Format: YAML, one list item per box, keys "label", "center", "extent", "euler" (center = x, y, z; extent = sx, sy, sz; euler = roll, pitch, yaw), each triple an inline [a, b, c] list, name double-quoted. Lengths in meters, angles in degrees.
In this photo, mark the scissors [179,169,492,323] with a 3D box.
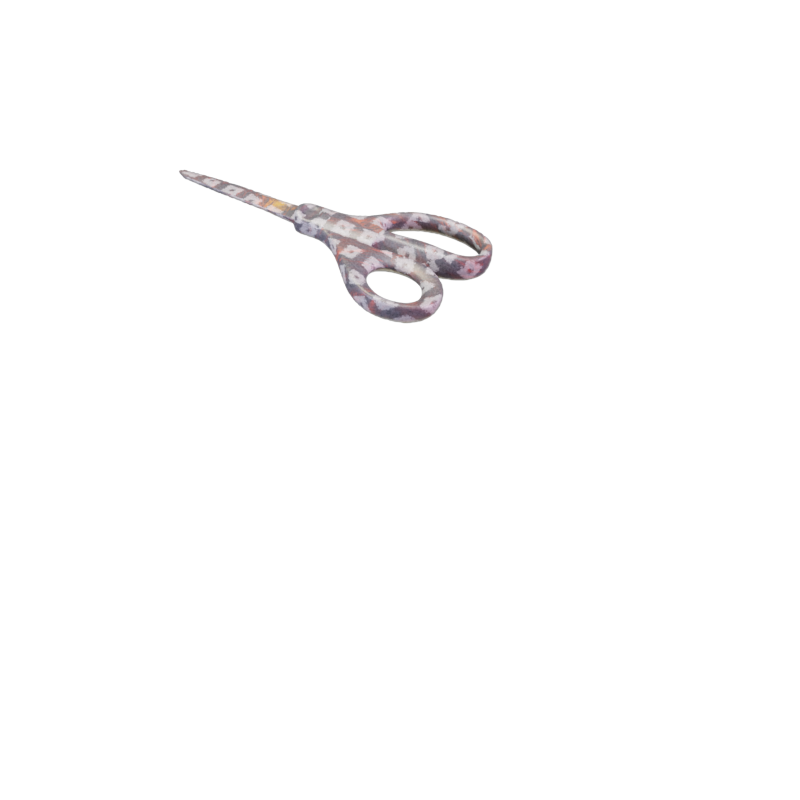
- label: "scissors"
  center: [-0.050, -0.091, 0.639]
  extent: [0.206, 0.015, 0.101]
  euler: [11, 43, 12]
